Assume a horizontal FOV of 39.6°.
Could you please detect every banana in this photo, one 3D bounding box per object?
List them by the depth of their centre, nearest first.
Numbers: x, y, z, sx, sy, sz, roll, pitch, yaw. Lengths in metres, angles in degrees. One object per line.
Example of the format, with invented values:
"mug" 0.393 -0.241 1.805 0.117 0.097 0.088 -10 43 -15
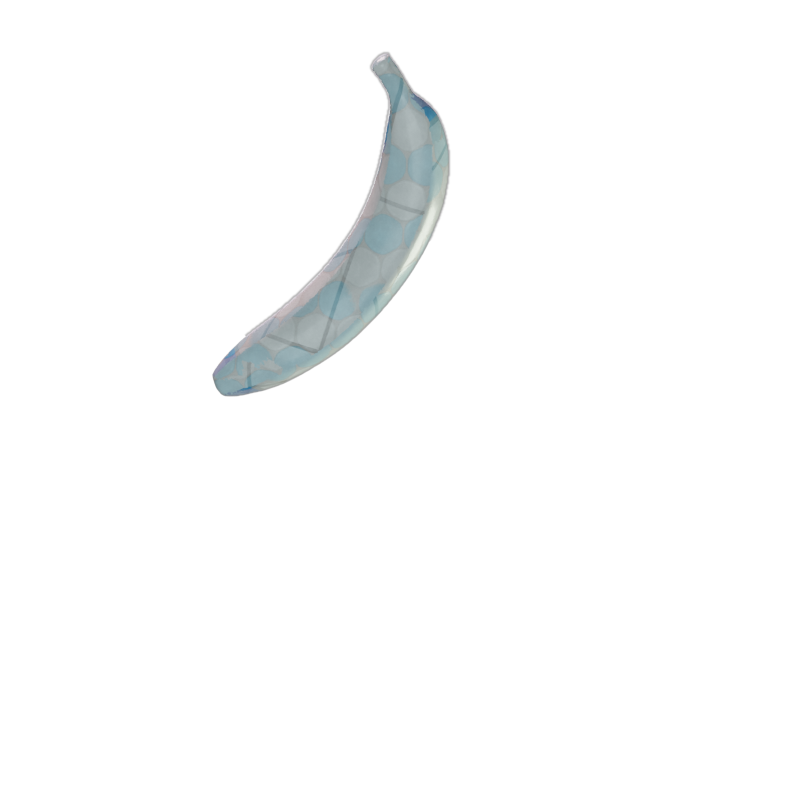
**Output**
"banana" -0.026 -0.077 0.569 0.068 0.193 0.038 26 15 -9
